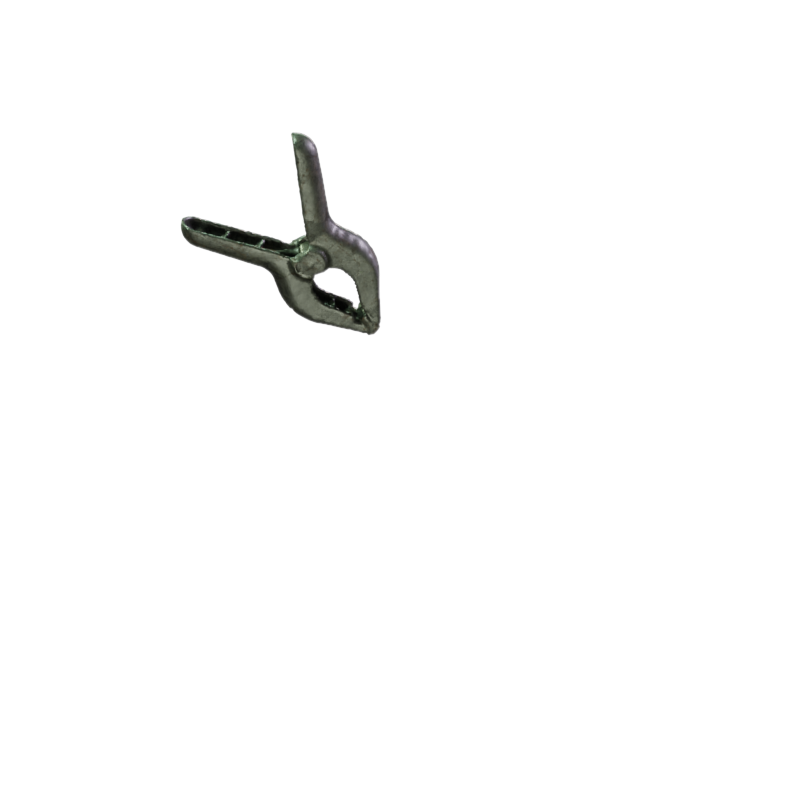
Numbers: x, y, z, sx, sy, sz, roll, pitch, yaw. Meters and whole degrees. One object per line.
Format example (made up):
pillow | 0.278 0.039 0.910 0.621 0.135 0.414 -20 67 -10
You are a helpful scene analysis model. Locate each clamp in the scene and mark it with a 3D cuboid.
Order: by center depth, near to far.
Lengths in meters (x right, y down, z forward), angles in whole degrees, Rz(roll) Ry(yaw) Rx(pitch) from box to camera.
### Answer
clamp | -0.065 -0.119 0.834 0.162 0.042 0.118 36 -61 -24
